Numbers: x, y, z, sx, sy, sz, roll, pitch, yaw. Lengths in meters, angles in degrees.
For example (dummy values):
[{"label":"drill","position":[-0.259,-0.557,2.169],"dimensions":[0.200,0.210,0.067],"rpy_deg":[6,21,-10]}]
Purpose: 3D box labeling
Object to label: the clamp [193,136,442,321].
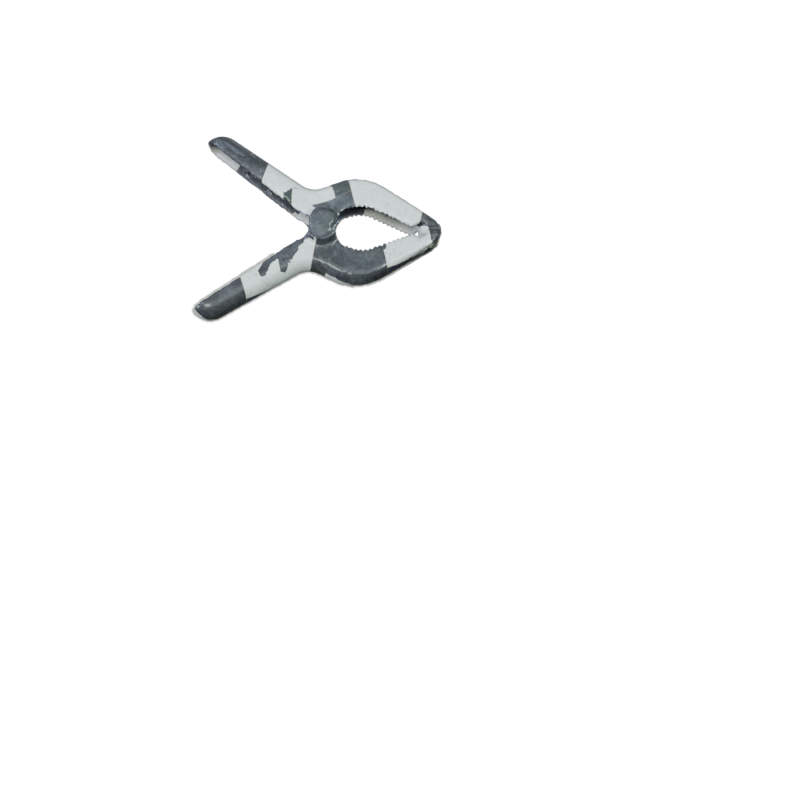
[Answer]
[{"label":"clamp","position":[-0.073,-0.133,0.934],"dimensions":[0.211,0.171,0.035],"rpy_deg":[9,-18,3]}]
